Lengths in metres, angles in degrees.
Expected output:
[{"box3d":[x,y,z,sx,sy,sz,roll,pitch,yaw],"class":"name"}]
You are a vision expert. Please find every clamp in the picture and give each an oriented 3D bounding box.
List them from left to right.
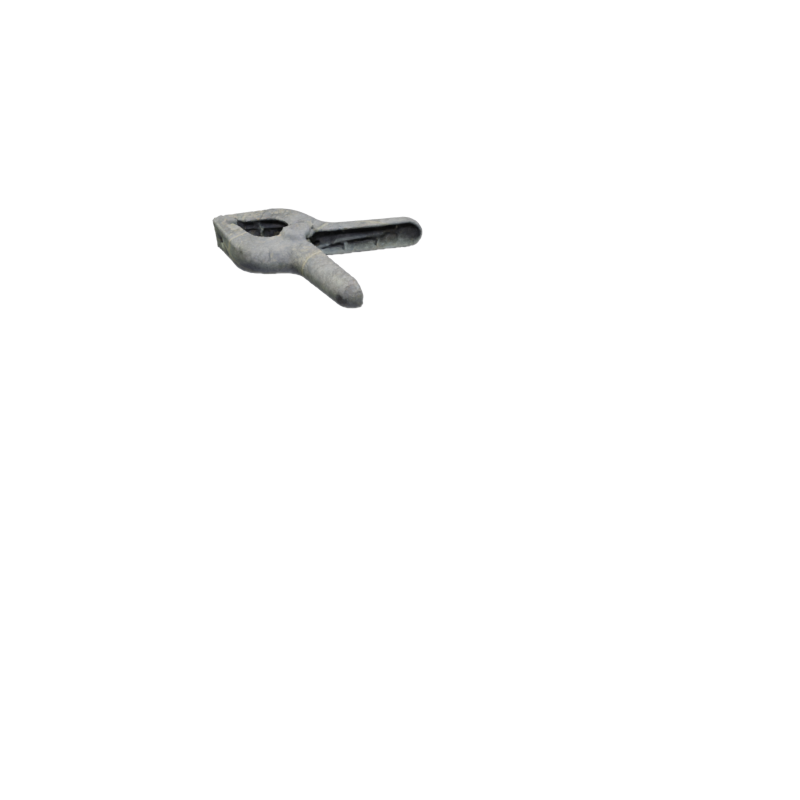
[{"box3d":[-0.071,-0.129,0.903,0.181,0.037,0.121,21,37,30],"class":"clamp"}]
